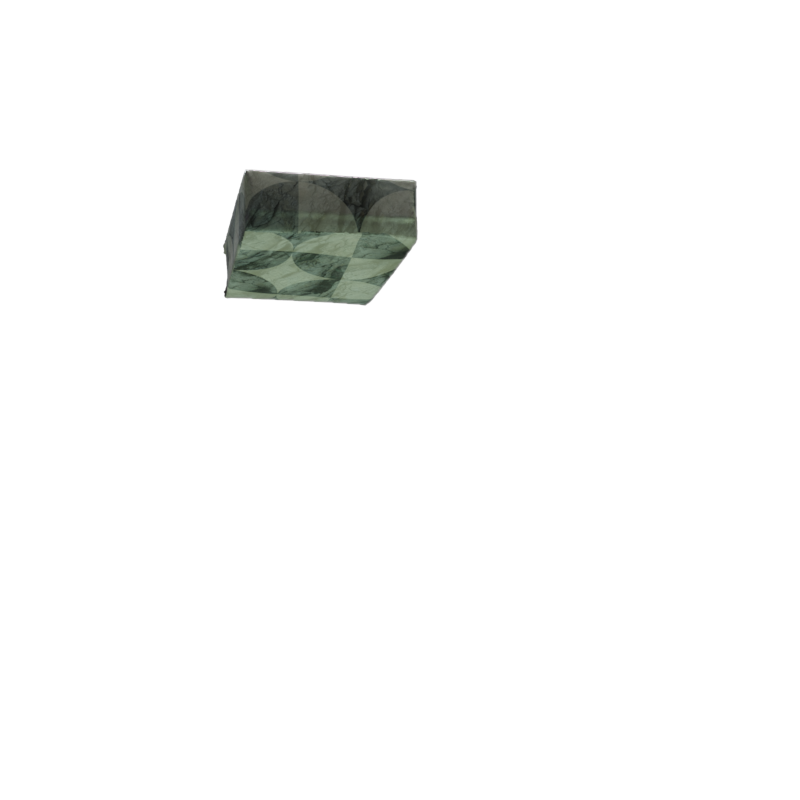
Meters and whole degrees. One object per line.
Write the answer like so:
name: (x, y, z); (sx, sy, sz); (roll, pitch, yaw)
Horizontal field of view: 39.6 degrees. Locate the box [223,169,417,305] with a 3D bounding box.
box: (-0.047, -0.086, 0.604); (0.088, 0.041, 0.110); (4, -17, -13)
